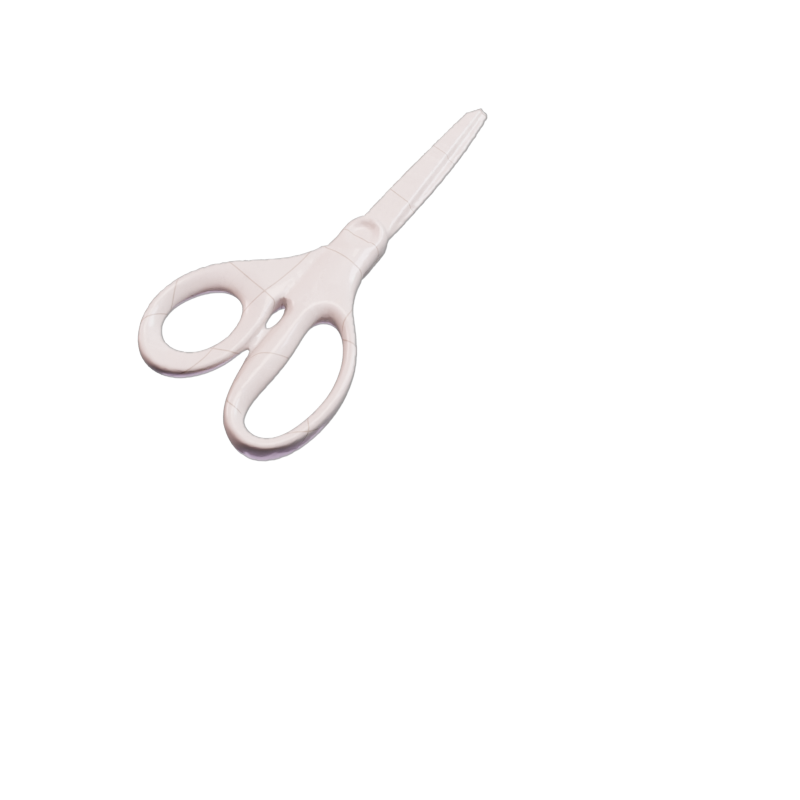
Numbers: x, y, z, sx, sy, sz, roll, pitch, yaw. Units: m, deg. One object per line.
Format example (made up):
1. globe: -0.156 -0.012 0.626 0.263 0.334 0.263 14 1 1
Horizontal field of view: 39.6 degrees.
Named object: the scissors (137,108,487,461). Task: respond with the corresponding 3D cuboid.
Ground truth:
1. scissors: -0.036 -0.066 0.465 0.098 0.211 0.015 15 -35 11
